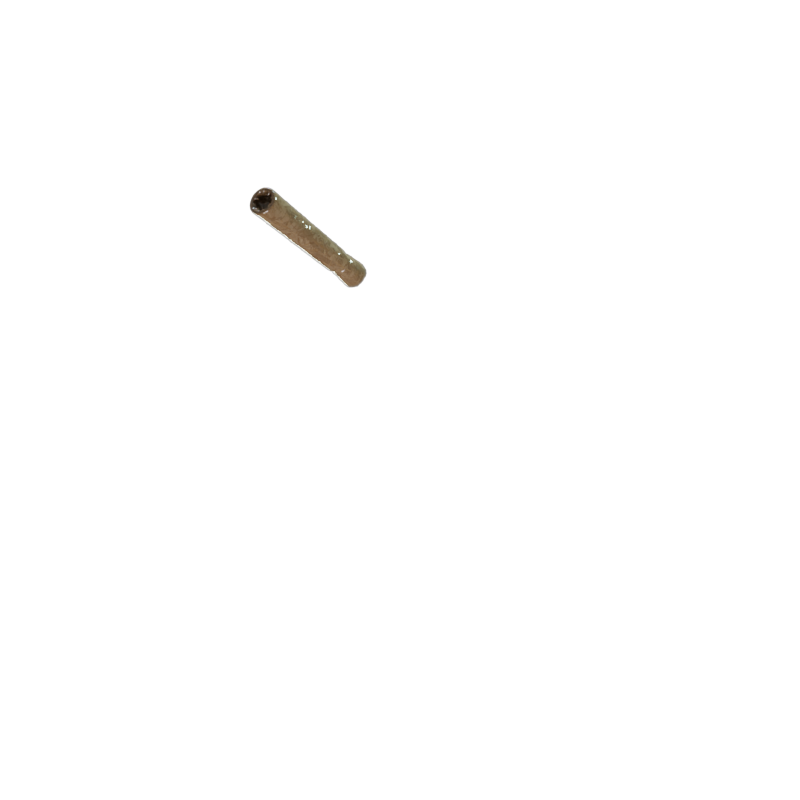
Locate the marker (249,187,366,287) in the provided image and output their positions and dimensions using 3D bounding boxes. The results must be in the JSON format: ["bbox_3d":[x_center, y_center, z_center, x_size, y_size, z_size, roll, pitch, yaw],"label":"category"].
[{"bbox_3d":[-0.056,-0.103,0.718,0.020,0.020,0.112,3,-18,33],"label":"marker"}]
